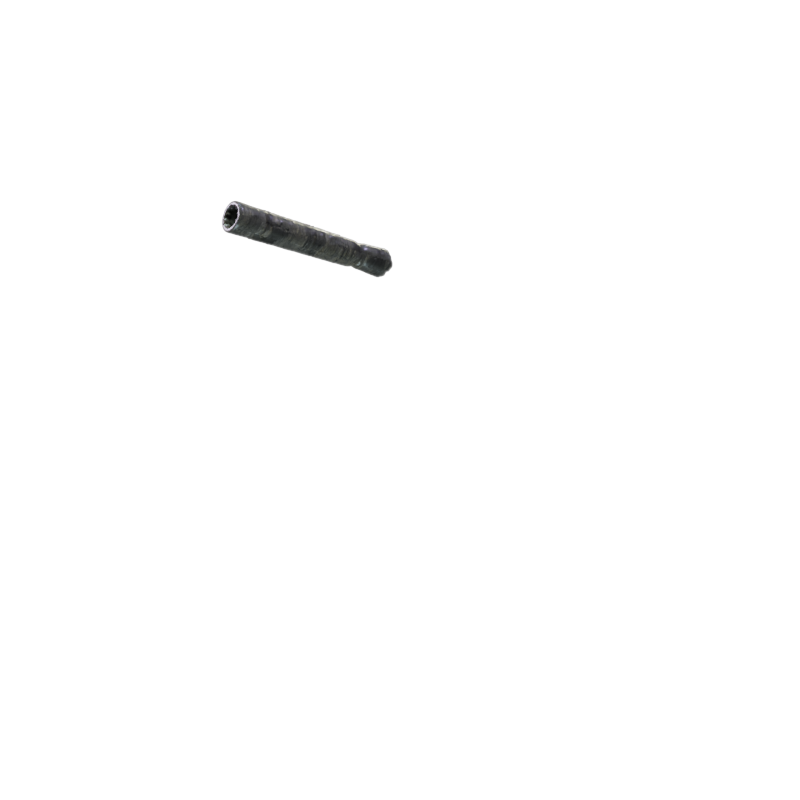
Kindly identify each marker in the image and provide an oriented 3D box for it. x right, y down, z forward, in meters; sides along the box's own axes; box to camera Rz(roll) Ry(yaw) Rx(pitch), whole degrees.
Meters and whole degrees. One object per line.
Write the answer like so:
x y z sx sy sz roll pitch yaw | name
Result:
-0.052 -0.095 0.668 0.115 0.020 0.021 12 -4 -37 | marker
